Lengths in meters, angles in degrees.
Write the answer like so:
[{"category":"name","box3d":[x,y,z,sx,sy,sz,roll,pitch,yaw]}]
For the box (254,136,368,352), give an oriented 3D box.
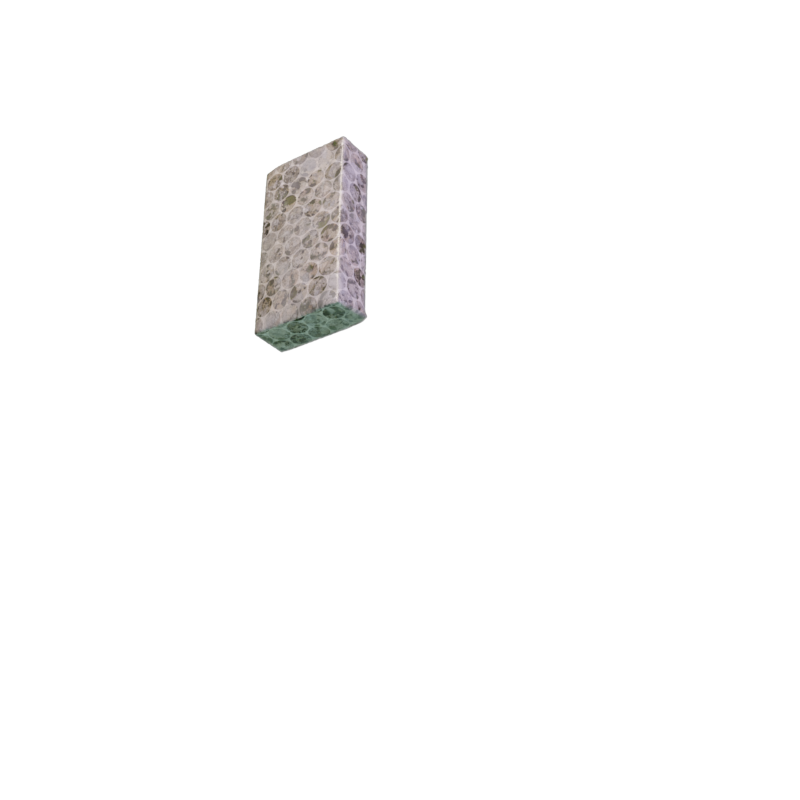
[{"category":"box","box3d":[-0.076,-0.138,0.965,0.094,0.188,0.045,-21,-36,29]}]
